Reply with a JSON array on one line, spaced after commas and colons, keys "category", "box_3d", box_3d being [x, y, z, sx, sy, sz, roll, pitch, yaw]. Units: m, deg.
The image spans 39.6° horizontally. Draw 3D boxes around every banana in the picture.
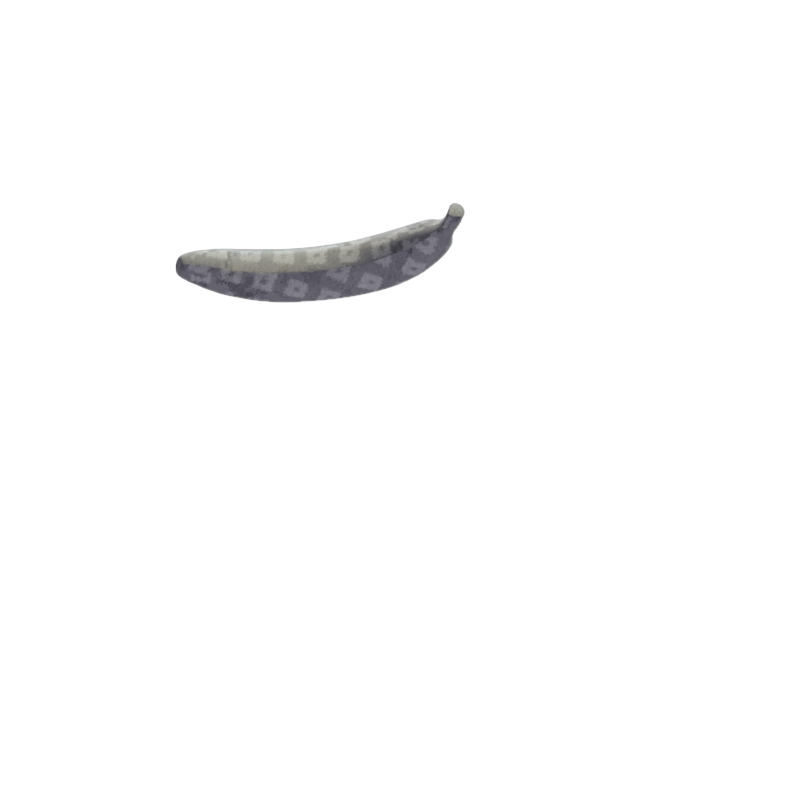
[{"category": "banana", "box_3d": [-0.049, -0.095, 0.746, 0.200, 0.039, 0.064, -10, -40, 12]}]
